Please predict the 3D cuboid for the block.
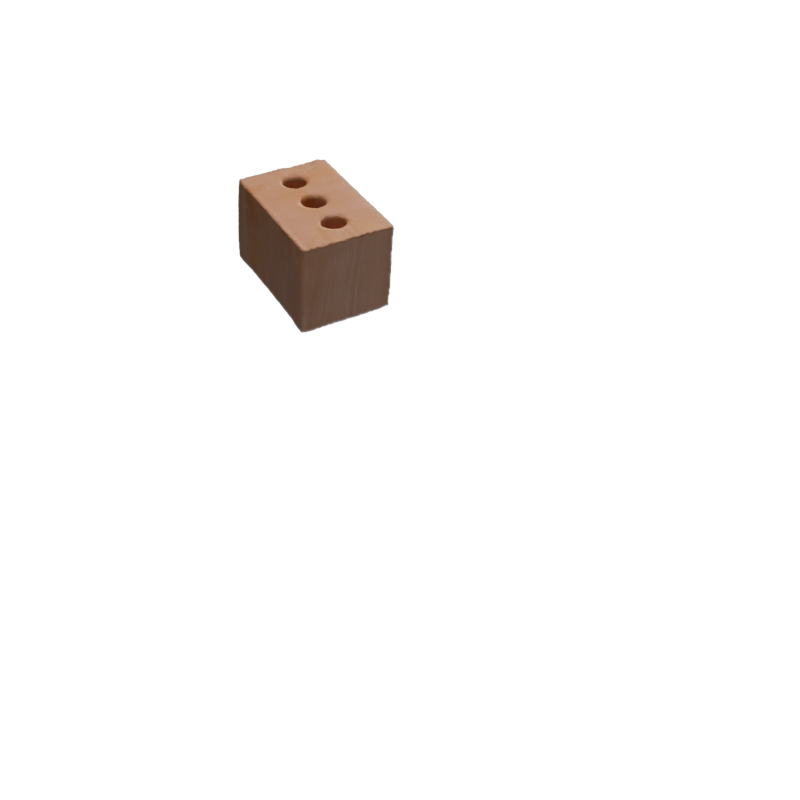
[{"bbox_3d":[-0.045,-0.082,0.574,0.052,0.048,0.084,-18,42,-23],"label":"block"}]
